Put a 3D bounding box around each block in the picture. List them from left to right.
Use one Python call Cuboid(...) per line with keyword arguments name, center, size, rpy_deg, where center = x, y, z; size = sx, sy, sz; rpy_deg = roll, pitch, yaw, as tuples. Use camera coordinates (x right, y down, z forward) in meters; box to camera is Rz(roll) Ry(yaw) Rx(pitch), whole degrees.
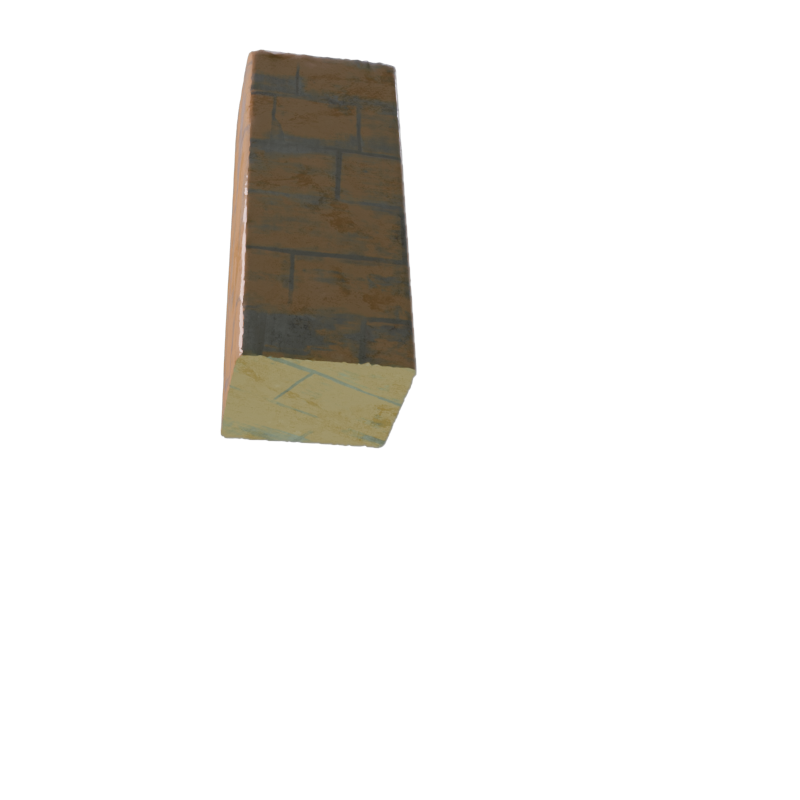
Cuboid(name="block", center=(-0.049, -0.089, 0.622), size=(0.089, 0.220, 0.085), rpy_deg=(4, -34, -10))
